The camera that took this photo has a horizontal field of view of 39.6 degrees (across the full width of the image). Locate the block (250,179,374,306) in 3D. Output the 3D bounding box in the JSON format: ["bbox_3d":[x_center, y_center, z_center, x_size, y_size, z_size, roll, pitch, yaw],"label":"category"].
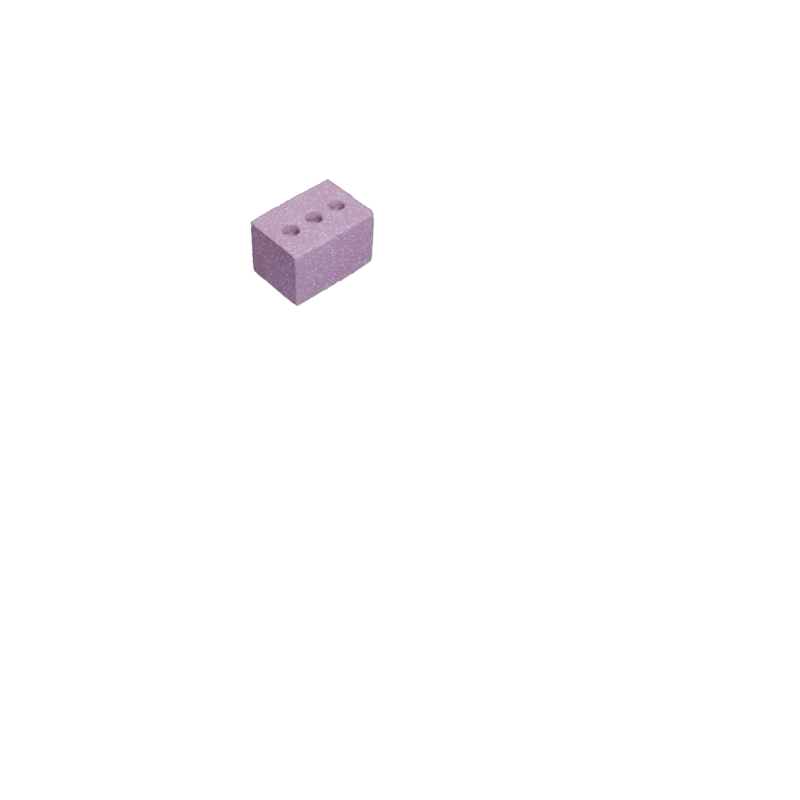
[{"bbox_3d":[-0.064,-0.117,0.821,0.078,0.048,0.056,-34,56,-29],"label":"block"}]
